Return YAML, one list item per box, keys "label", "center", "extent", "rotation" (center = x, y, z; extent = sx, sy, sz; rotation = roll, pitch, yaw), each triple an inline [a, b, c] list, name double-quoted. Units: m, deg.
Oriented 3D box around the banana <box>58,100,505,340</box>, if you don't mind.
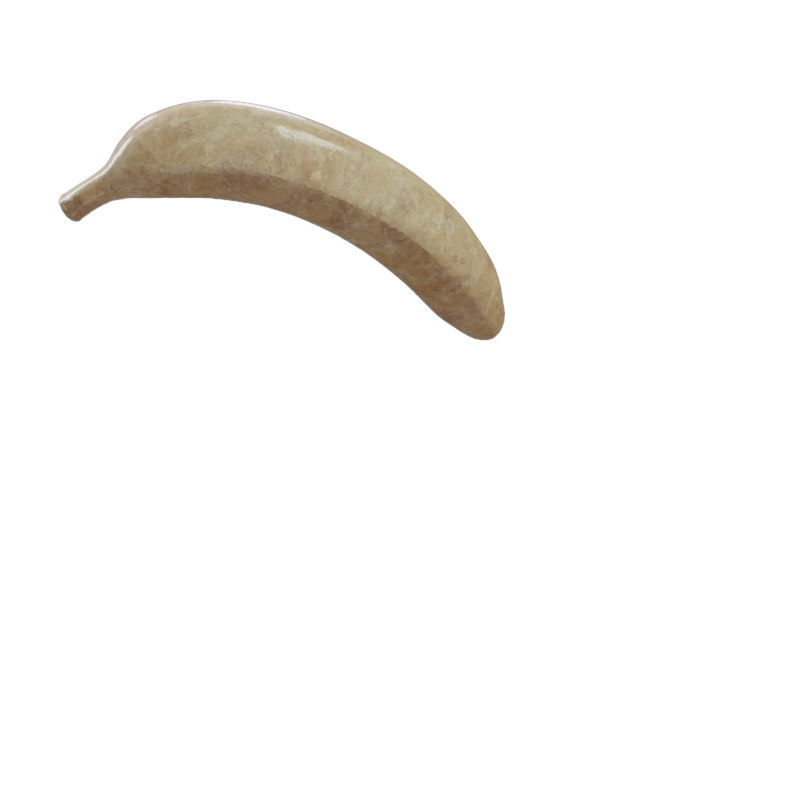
- label: "banana"
  center: [-0.030, -0.076, 0.444]
  extent: [0.191, 0.039, 0.067]
  rotation: [17, -43, -19]
